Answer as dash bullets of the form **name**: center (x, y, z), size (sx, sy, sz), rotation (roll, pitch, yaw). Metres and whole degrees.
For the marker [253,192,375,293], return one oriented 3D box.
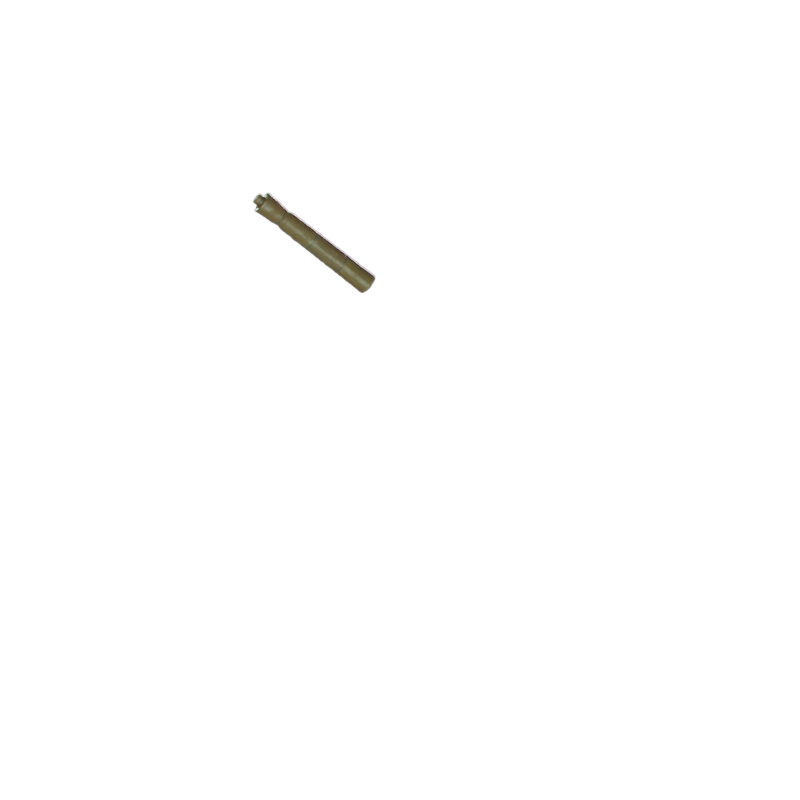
- **marker**: center (-0.071, -0.130, 0.909), size (0.116, 0.020, 0.020), rotation (37, -9, -16)
